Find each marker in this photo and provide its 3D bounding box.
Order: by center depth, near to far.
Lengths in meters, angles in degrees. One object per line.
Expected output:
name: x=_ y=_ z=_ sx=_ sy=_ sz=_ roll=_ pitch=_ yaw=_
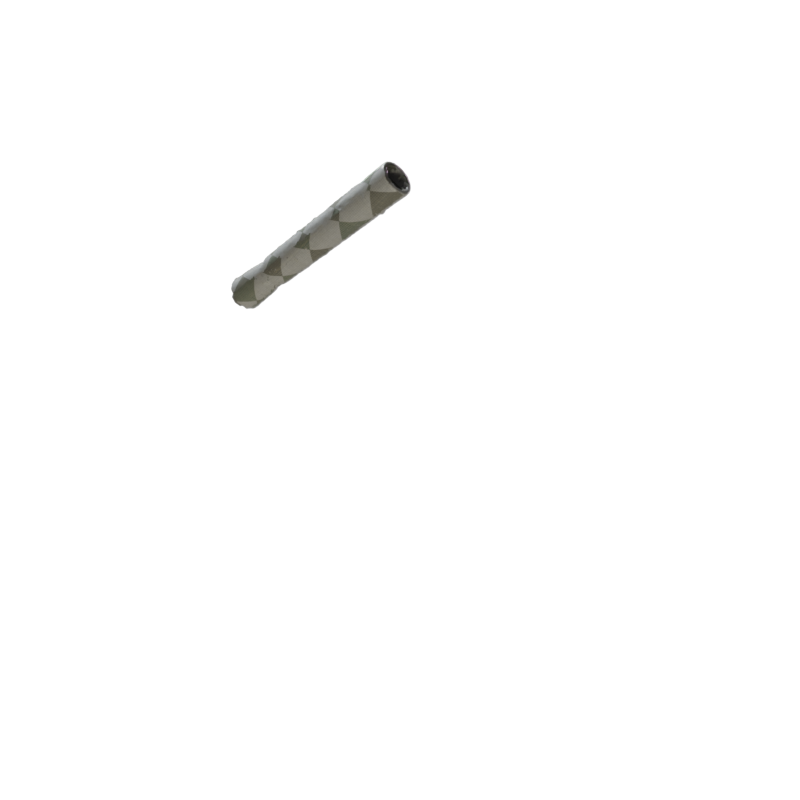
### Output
marker: x=-0.044 y=-0.079 z=0.556 sx=0.120 sy=0.021 sz=0.019 roll=-31 pitch=-16 yaw=35
